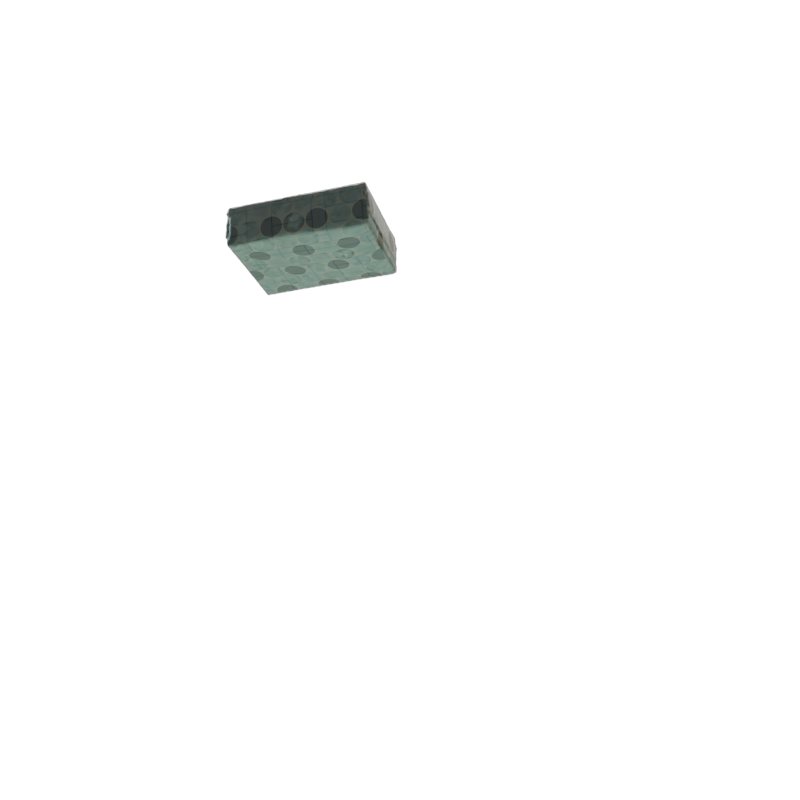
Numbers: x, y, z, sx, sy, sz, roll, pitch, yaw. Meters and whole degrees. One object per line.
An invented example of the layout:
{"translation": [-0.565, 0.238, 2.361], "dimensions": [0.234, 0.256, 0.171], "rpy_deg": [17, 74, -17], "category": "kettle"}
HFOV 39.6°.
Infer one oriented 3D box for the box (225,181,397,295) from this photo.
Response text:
{"translation": [-0.067, -0.123, 0.860], "dimensions": [0.115, 0.041, 0.084], "rpy_deg": [-6, -23, 15], "category": "box"}
